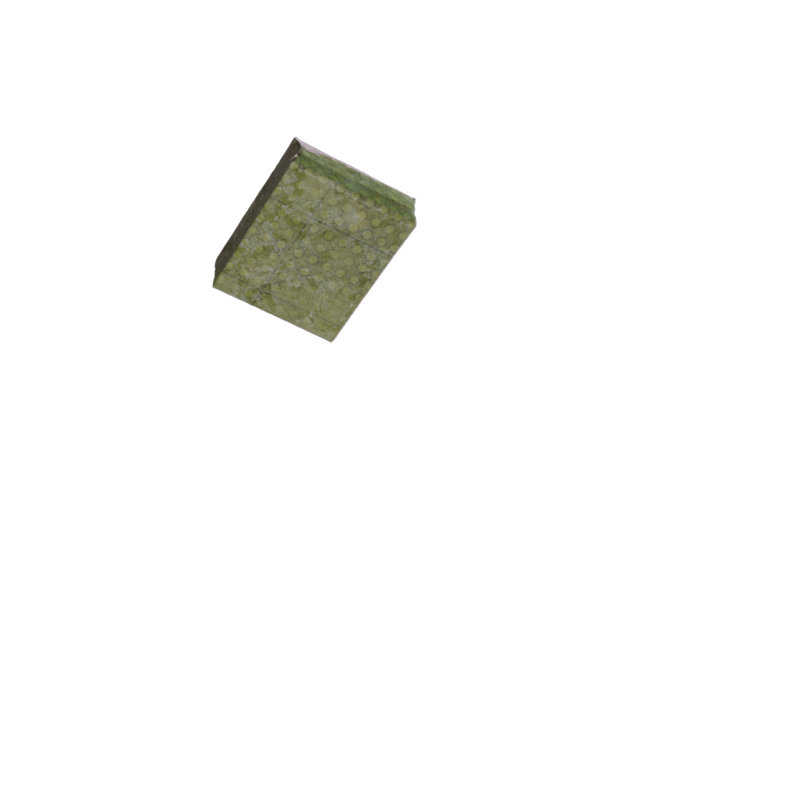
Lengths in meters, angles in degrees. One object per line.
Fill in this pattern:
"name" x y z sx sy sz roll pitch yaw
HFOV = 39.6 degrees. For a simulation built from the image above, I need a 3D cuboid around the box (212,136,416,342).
"box" -0.045 -0.082 0.572 0.070 0.087 0.032 26 31 -18
